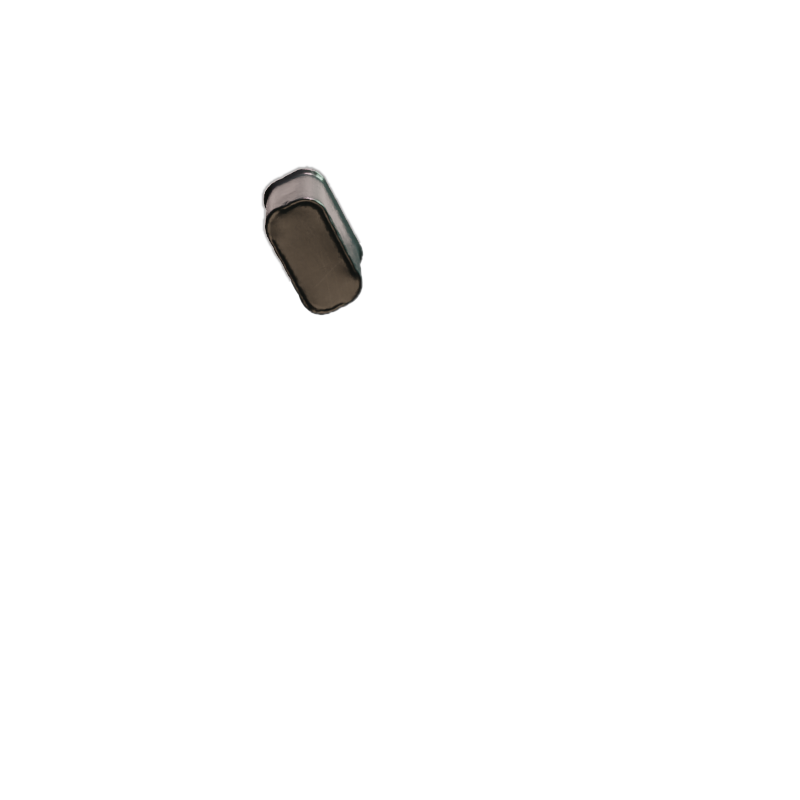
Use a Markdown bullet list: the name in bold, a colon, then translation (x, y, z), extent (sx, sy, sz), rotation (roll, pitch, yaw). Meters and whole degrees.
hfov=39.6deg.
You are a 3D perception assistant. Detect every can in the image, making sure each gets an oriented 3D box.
- **can**: translation (-0.070, -0.128, 0.899), extent (0.057, 0.097, 0.088), rotation (-26, 20, 8)
